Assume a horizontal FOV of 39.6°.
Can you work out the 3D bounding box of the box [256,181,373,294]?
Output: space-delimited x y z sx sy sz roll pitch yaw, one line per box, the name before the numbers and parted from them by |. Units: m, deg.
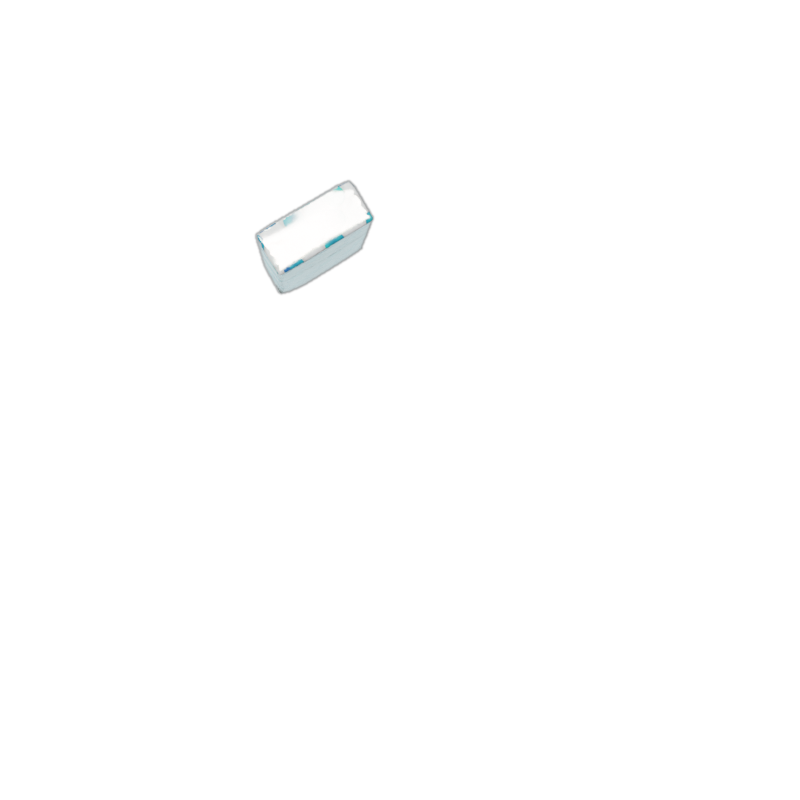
box | -0.077 -0.141 0.983 0.093 0.049 0.174 -31 0 -5
